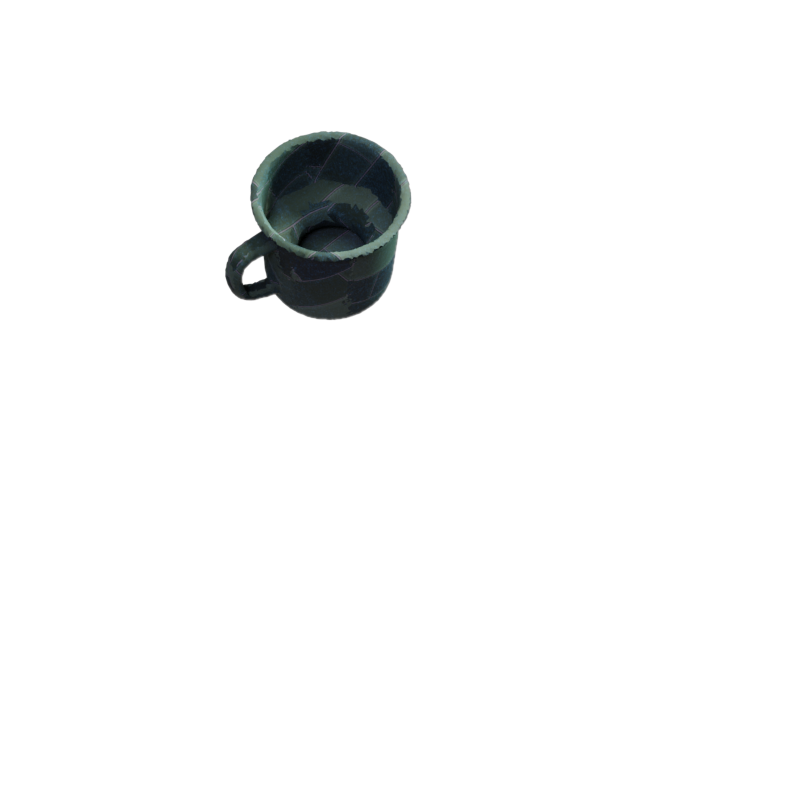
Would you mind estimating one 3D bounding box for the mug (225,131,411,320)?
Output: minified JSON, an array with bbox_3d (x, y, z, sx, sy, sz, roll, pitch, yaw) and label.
[{"bbox_3d":[-0.052,-0.095,0.667,0.117,0.099,0.076,-32,-25,-19],"label":"mug"}]
